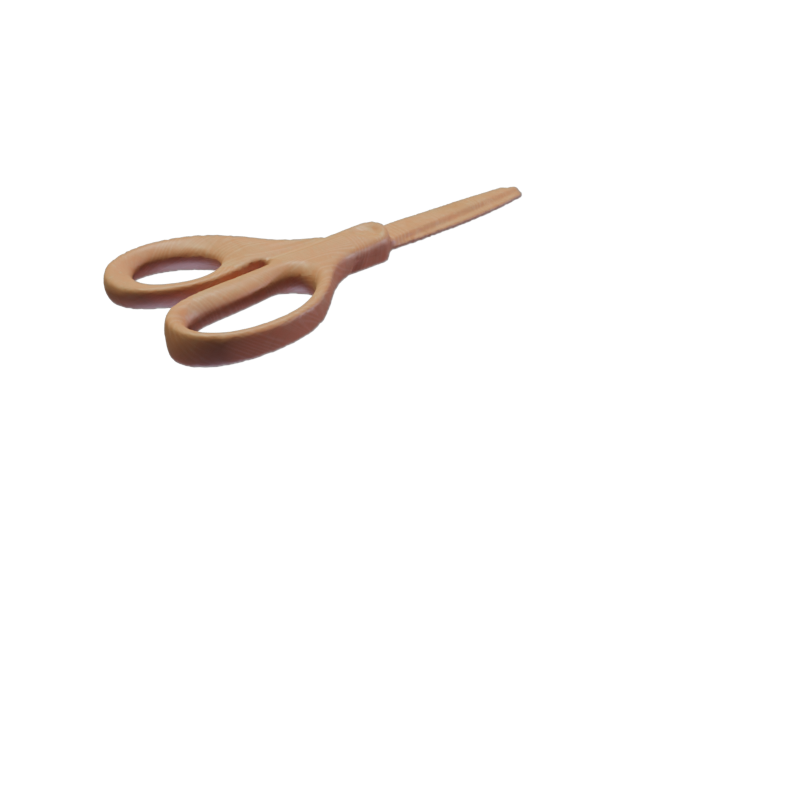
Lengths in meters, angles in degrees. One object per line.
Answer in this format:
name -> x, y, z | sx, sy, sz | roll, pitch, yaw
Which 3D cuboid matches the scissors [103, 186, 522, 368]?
scissors -> -0.035, -0.064, 0.446 | 0.101, 0.015, 0.204 | 15, 32, 26
